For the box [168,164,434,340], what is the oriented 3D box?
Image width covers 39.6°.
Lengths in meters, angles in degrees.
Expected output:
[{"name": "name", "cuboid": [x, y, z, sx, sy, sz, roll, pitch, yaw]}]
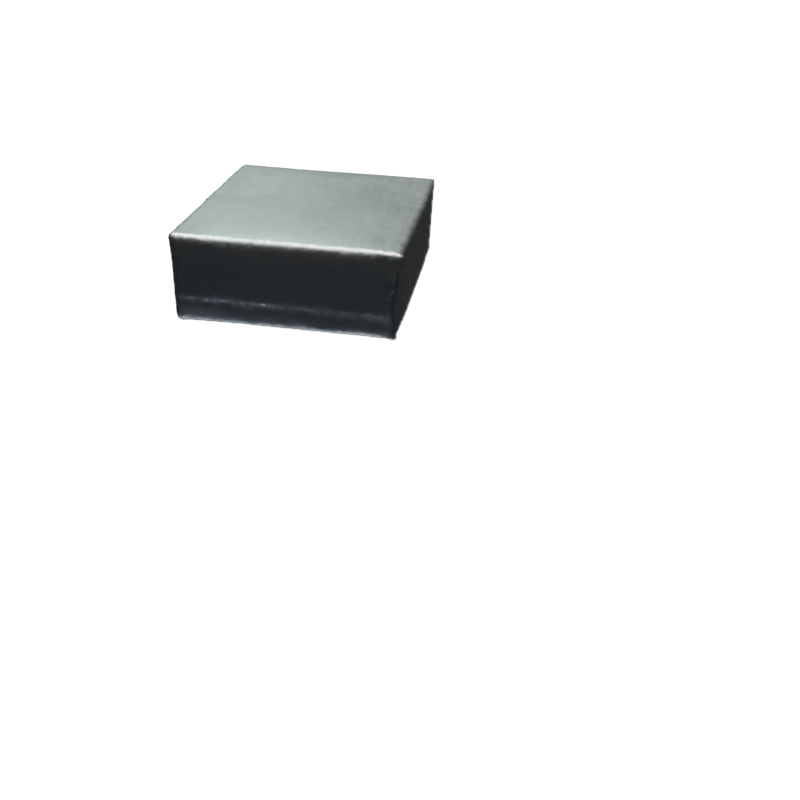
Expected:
[{"name": "box", "cuboid": [-0.036, -0.066, 0.461, 0.091, 0.037, 0.118, 4, 27, 8]}]
